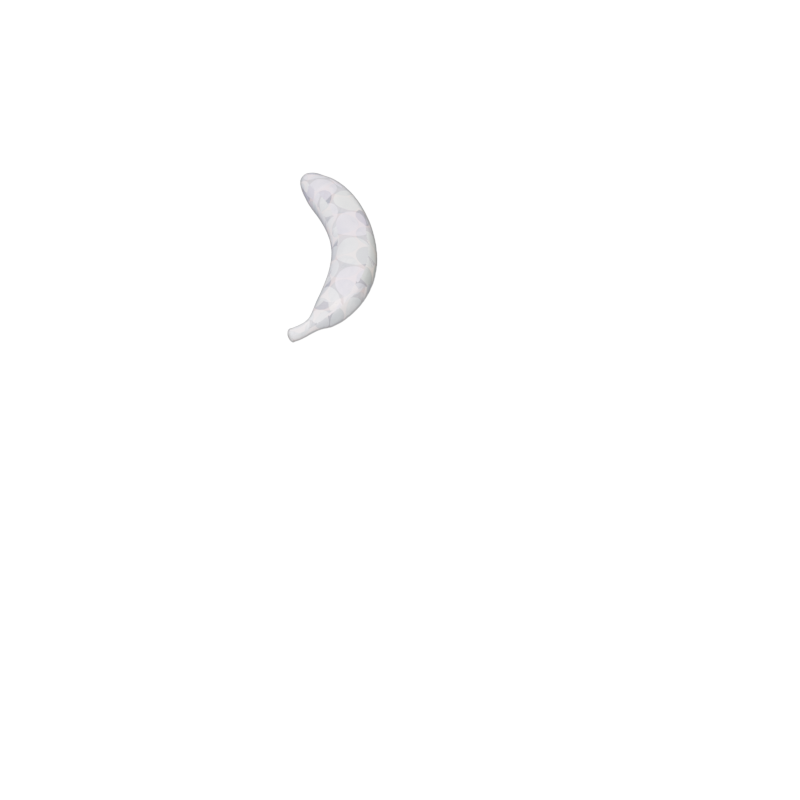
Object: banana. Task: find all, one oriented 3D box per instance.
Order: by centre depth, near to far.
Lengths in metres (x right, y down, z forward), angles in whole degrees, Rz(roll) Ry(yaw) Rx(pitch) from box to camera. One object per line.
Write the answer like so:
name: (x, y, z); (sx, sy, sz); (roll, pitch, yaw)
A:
banana: (-0.054, -0.128, 0.920); (0.070, 0.212, 0.034); (0, -45, 0)
